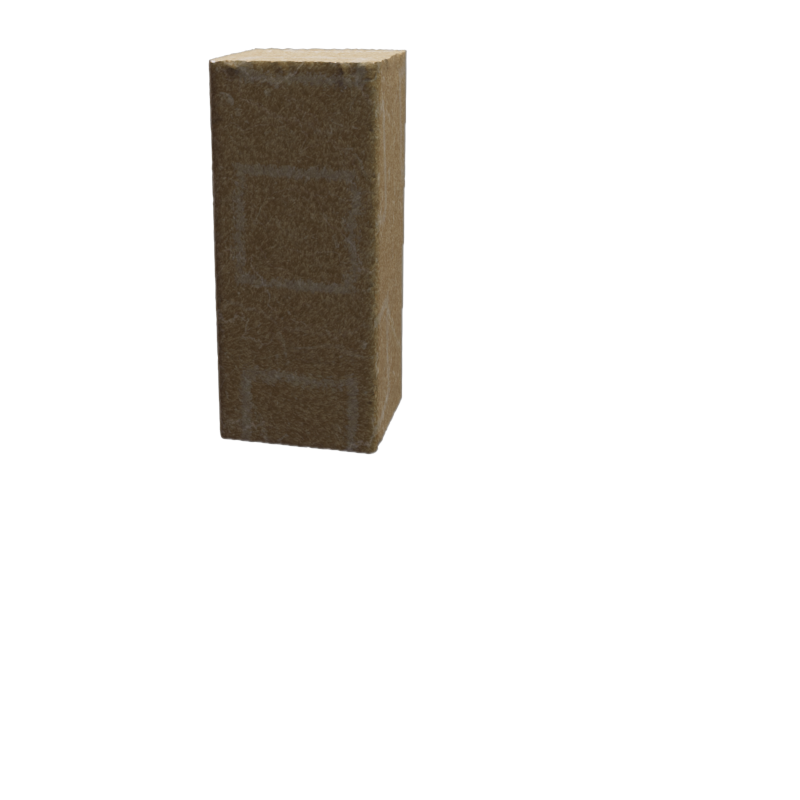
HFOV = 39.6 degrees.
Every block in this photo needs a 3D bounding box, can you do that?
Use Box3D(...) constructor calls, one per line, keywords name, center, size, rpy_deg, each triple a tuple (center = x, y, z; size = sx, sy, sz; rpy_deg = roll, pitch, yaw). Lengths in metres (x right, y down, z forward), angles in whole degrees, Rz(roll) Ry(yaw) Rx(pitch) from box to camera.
Box3D(name="block", center=(-0.048, -0.087, 0.612), size=(0.092, 0.199, 0.092), rpy_deg=(4, 16, 11))
